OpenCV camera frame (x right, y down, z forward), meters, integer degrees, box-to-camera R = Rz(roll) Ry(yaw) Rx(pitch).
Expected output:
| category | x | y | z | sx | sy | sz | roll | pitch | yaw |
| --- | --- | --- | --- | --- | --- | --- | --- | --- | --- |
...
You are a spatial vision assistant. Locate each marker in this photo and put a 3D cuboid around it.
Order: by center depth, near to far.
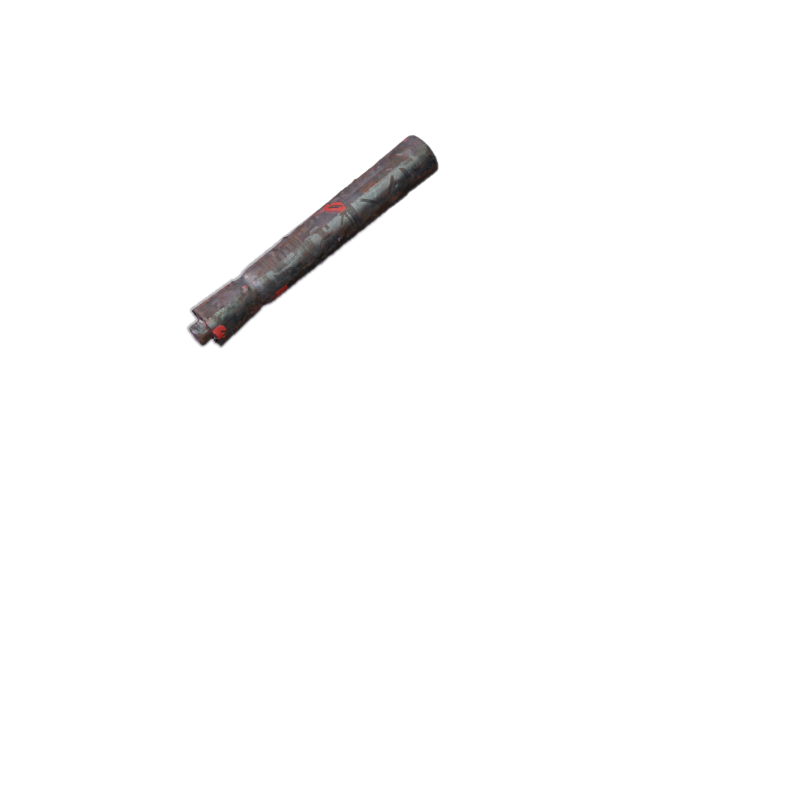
| category | x | y | z | sx | sy | sz | roll | pitch | yaw |
| --- | --- | --- | --- | --- | --- | --- | --- | --- | --- |
| marker | -0.035 | -0.063 | 0.441 | 0.122 | 0.019 | 0.020 | -41 | 16 | -14 |
